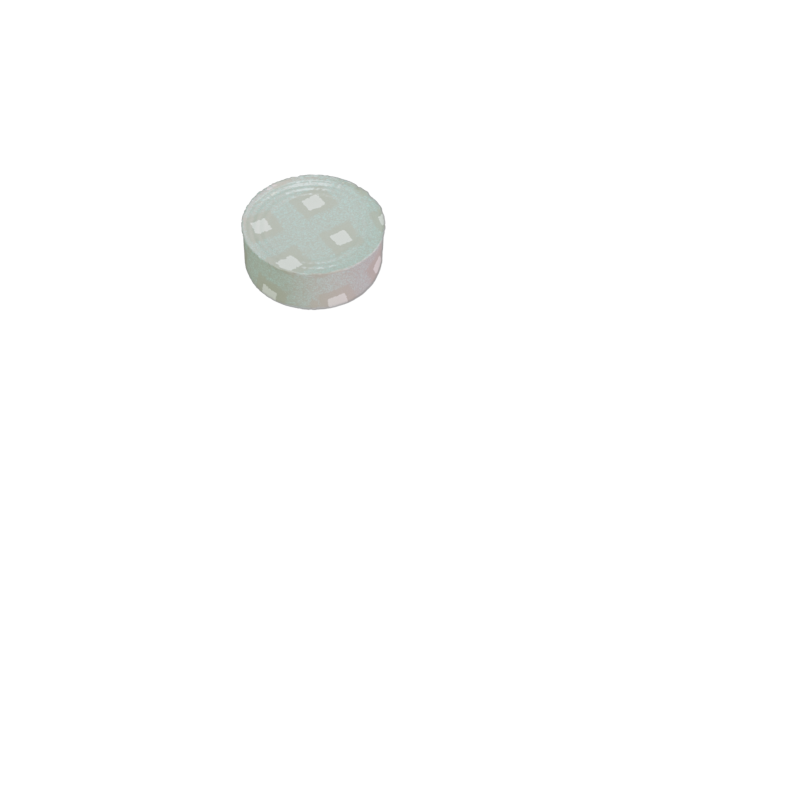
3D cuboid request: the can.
[{"bbox_3d":[-0.052,-0.095,0.669,0.086,0.092,0.031,-1,-42,-1],"label":"can"}]
